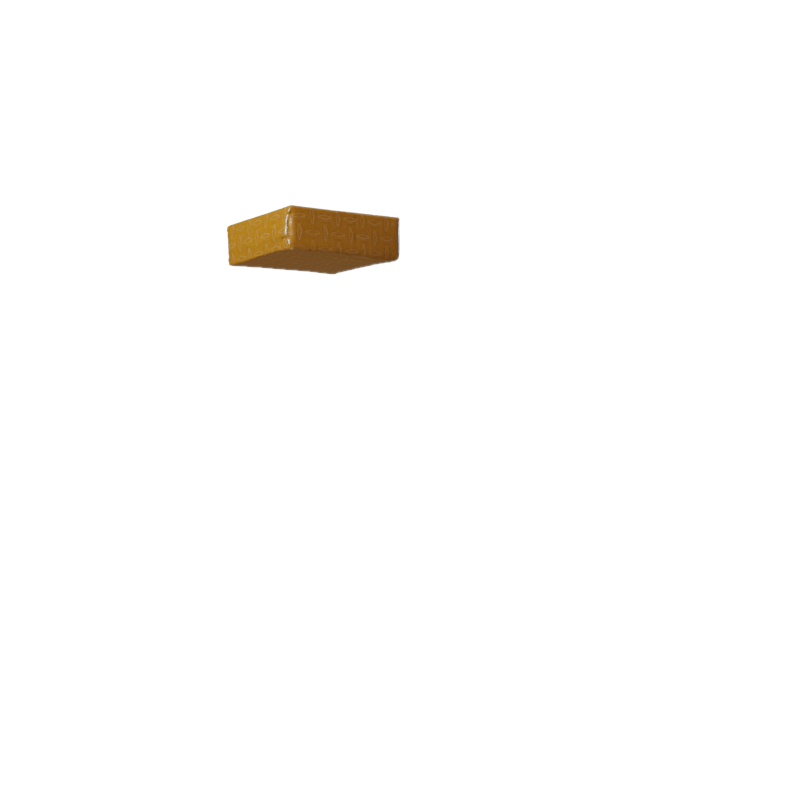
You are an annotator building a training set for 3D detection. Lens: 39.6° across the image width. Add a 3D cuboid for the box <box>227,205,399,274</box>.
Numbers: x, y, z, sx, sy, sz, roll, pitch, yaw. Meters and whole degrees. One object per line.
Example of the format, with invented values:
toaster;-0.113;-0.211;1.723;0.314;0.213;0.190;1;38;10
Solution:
box;-0.070;-0.128;0.896;0.109;0.040;0.092;3;-5;-38
